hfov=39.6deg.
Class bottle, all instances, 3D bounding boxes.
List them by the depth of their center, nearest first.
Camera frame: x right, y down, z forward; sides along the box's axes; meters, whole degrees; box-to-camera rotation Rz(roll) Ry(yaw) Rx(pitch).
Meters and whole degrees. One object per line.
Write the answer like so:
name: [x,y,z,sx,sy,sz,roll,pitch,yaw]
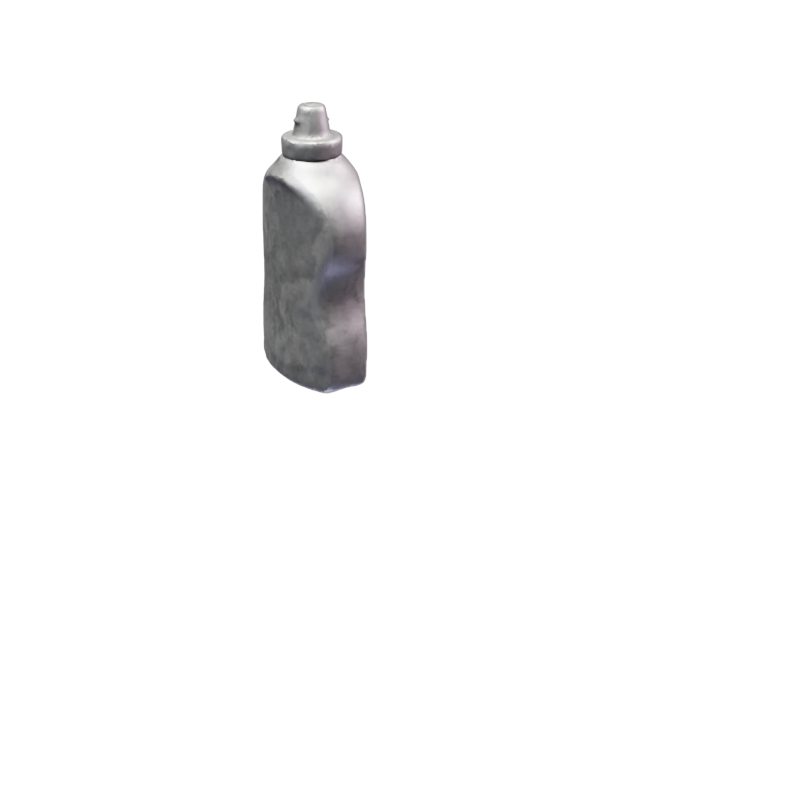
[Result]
bottle: [-0.060,-0.108,0.759,0.057,0.183,0.103,-11,25,-29]
